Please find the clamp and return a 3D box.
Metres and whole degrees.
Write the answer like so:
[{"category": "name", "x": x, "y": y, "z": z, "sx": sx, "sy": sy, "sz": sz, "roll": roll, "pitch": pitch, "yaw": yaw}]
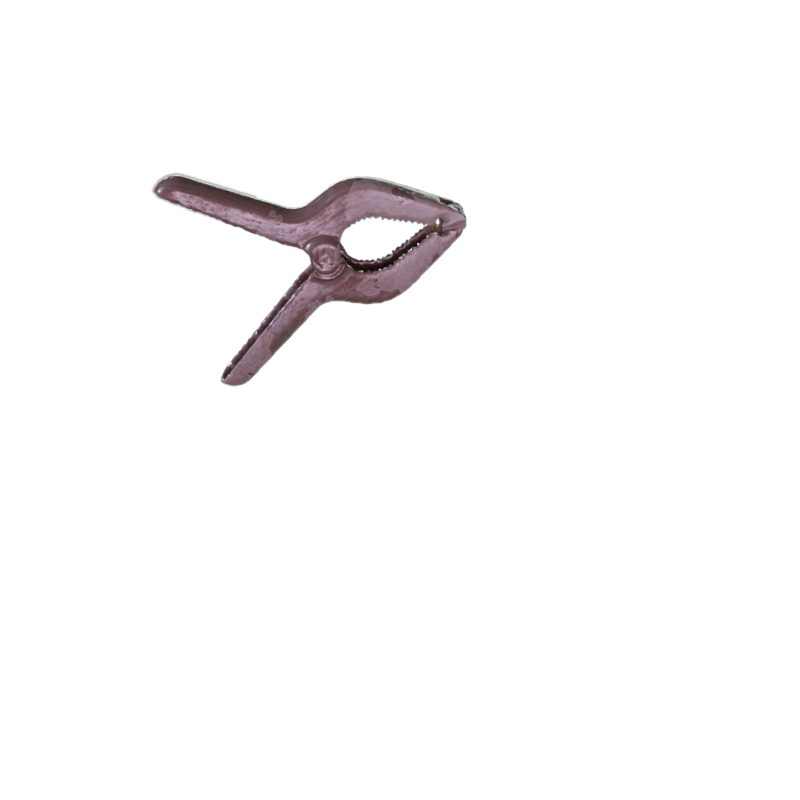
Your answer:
[{"category": "clamp", "x": -0.061, "y": -0.111, "z": 0.777, "sx": 0.210, "sy": 0.156, "sz": 0.038, "roll": -20, "pitch": 22, "yaw": 8}]
